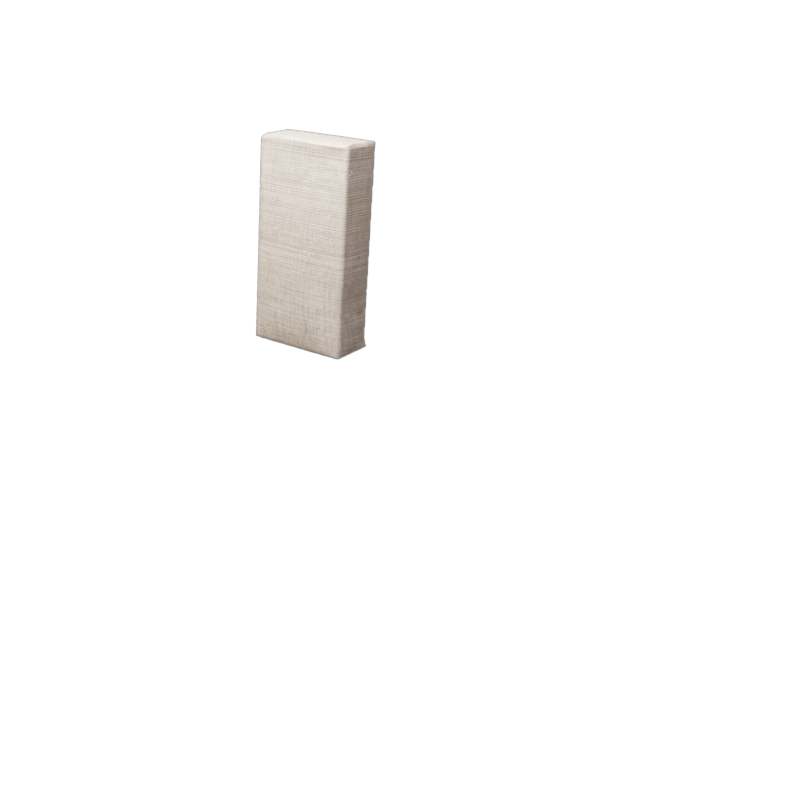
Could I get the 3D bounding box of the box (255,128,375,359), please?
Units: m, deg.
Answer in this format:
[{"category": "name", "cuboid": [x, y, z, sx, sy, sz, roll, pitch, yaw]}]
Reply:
[{"category": "box", "cuboid": [-0.072, -0.131, 0.915, 0.098, 0.170, 0.047, 13, 20, 35]}]
